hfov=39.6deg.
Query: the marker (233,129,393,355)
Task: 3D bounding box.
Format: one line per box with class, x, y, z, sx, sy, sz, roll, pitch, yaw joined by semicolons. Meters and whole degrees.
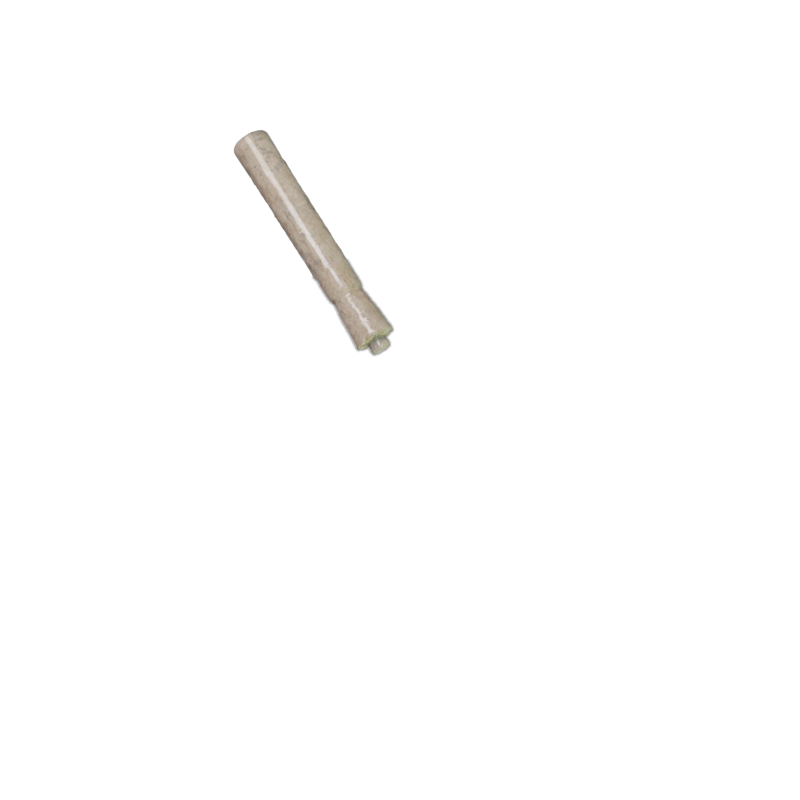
marker;-0.040;-0.073;0.512;0.020;0.127;0.019;-28;-19;-11
